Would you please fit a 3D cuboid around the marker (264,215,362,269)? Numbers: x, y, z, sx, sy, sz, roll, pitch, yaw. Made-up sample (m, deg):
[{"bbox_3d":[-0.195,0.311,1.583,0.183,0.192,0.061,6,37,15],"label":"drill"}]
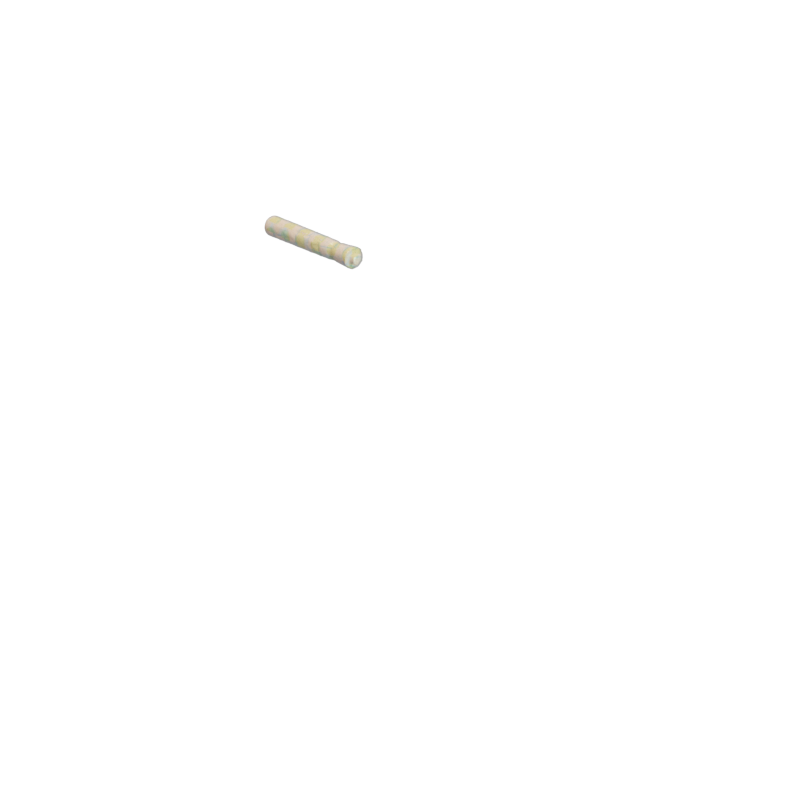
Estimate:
[{"bbox_3d":[-0.074,-0.135,0.942,0.019,0.019,0.129,-3,21,-40],"label":"marker"}]
